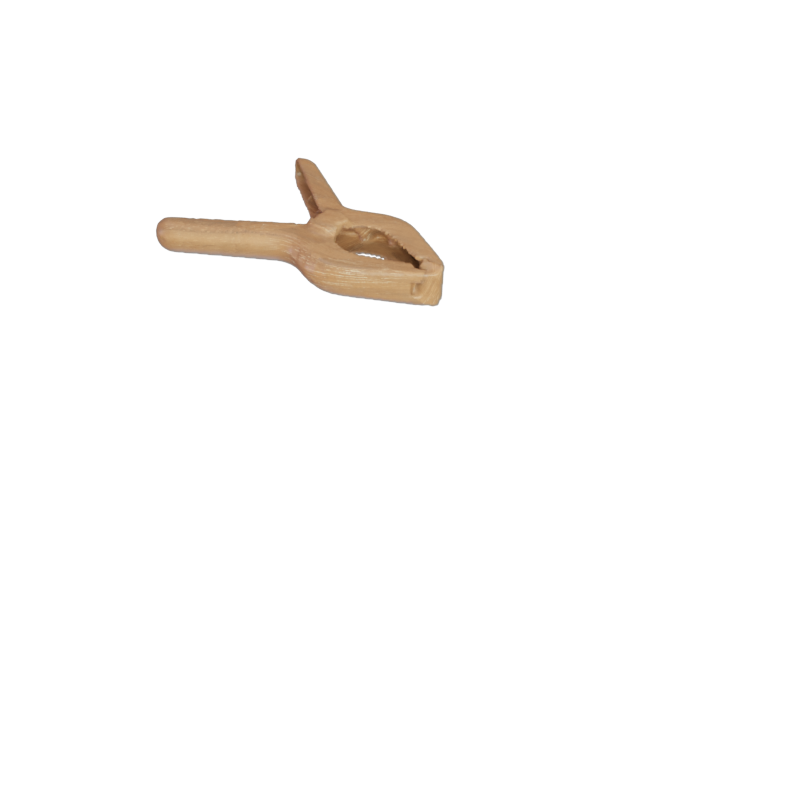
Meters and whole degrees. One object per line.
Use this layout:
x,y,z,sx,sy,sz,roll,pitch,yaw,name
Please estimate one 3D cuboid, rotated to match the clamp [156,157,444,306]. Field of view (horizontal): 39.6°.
-0.063,-0.115,0.807,0.164,0.034,0.225,-28,44,-34,clamp
